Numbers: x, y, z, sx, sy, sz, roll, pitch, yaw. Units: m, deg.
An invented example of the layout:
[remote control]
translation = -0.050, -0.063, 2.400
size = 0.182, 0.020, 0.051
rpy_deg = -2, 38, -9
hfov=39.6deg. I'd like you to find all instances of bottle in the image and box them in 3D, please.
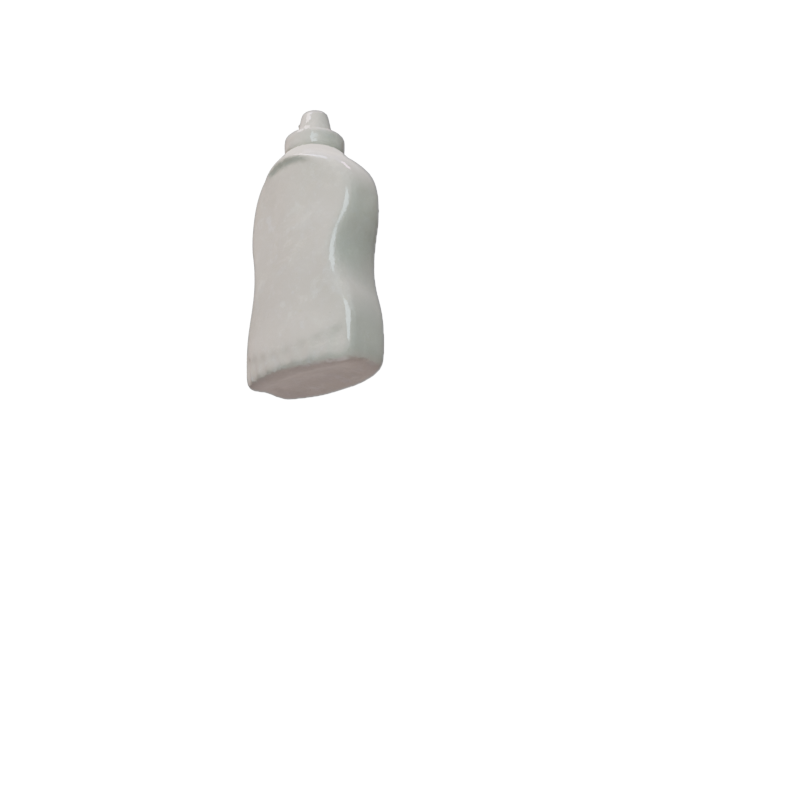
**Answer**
[bottle]
translation = -0.056, -0.103, 0.722
size = 0.055, 0.202, 0.097
rpy_deg = 20, -31, -41
